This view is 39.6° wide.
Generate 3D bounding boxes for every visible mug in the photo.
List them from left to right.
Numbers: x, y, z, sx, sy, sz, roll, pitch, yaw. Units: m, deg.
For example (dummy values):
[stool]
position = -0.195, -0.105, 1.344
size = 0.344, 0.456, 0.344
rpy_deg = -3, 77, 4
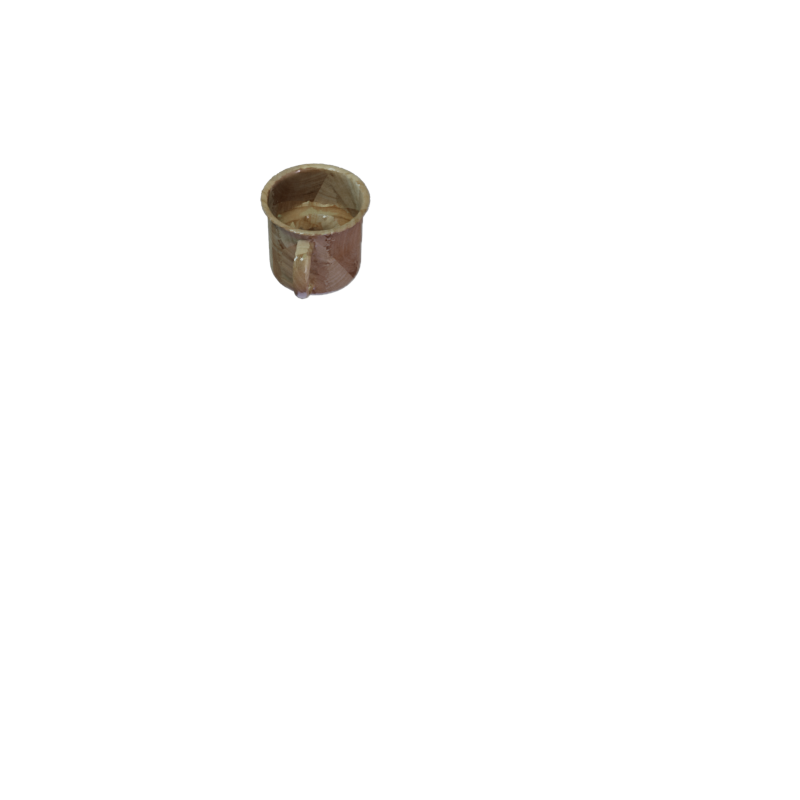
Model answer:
[mug]
position = -0.075, -0.136, 0.954
size = 0.094, 0.125, 0.076
rpy_deg = 5, -43, 3
